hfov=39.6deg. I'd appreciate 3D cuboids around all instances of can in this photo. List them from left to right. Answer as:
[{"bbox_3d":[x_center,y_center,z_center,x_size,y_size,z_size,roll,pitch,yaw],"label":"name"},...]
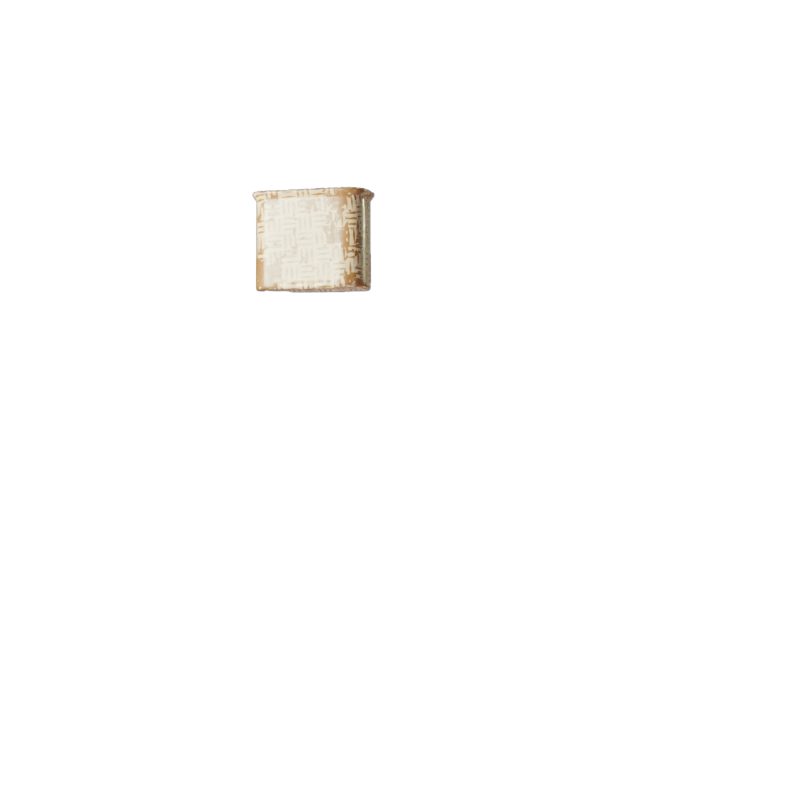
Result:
[{"bbox_3d":[-0.074,-0.135,0.943,0.104,0.085,0.056,-1,-4,16],"label":"can"}]
